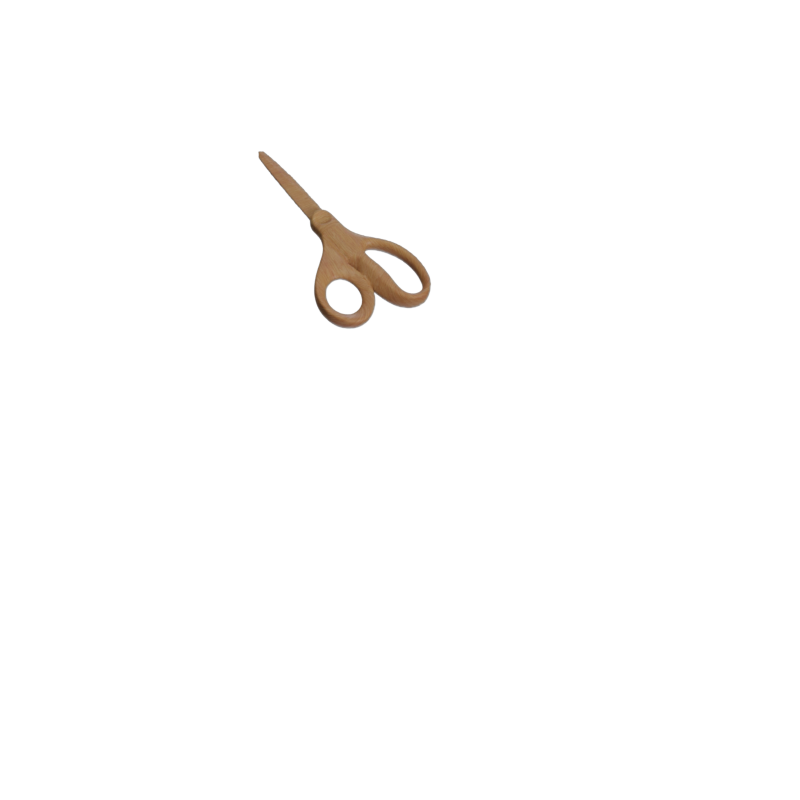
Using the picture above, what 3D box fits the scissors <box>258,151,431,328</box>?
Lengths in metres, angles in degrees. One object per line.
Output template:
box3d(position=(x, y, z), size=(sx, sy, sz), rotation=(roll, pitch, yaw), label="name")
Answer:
box3d(position=(-0.068, -0.124, 0.871), size=(0.213, 0.015, 0.098), rotation=(35, 60, 24), label="scissors")
